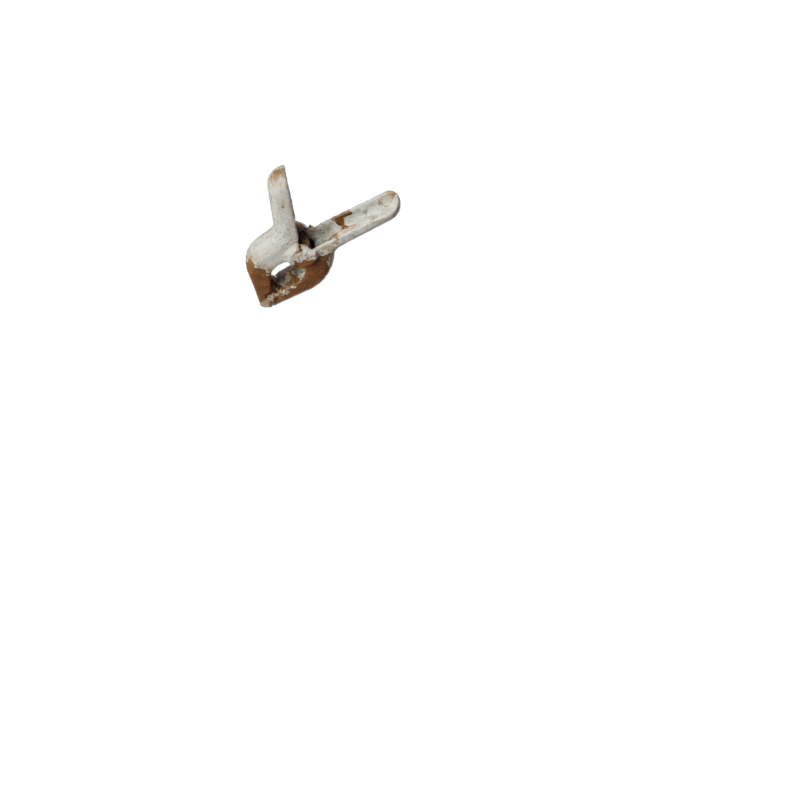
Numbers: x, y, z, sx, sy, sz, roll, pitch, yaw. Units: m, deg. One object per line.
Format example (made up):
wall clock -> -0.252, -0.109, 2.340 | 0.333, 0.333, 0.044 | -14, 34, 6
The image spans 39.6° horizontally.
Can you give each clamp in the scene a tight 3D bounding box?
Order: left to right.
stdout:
clamp -> -0.077, -0.140, 0.977 | 0.117, 0.042, 0.164 | 11, -34, -16
